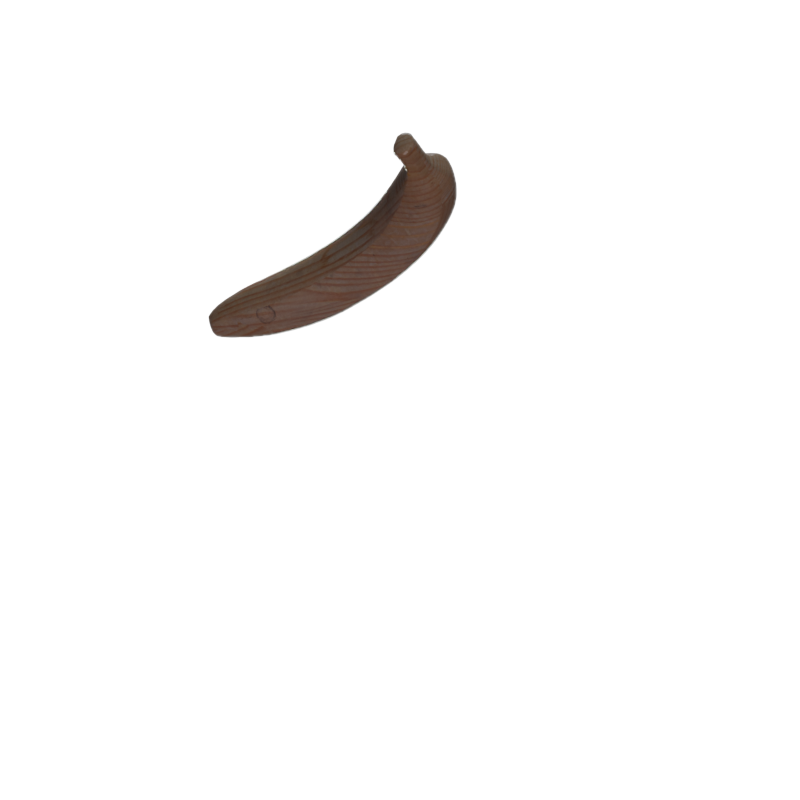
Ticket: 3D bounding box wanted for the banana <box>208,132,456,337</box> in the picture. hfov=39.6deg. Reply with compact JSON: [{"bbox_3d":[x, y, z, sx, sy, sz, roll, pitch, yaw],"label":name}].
[{"bbox_3d":[-0.029,-0.081,0.597,0.066,0.039,0.194,21,-38,-30],"label":"banana"}]
